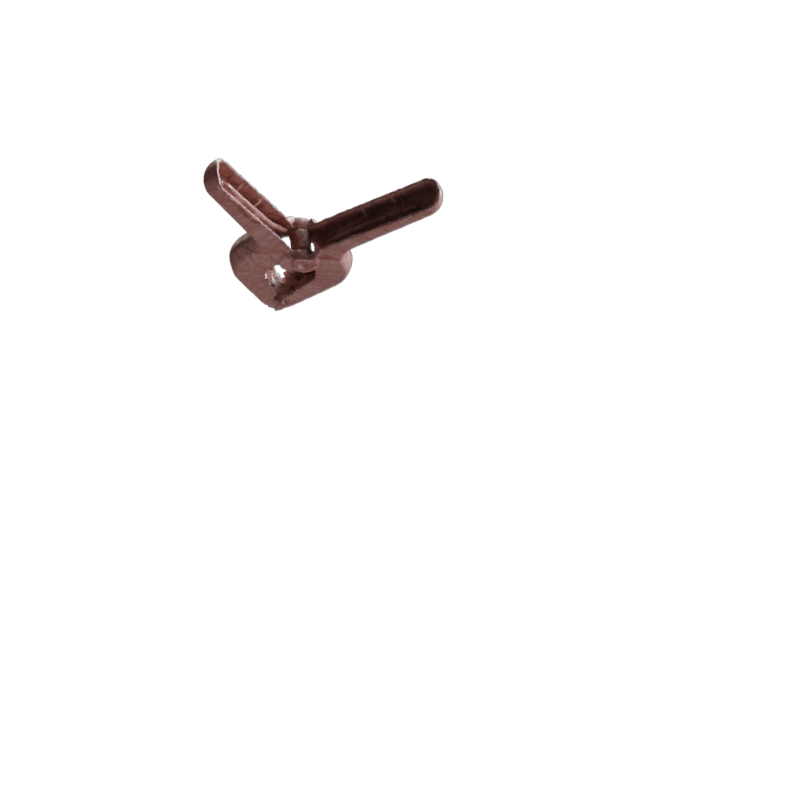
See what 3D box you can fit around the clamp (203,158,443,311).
[{"bbox_3d":[-0.065,-0.118,0.825,0.163,0.038,0.202,3,-19,-8],"label":"clamp"}]
